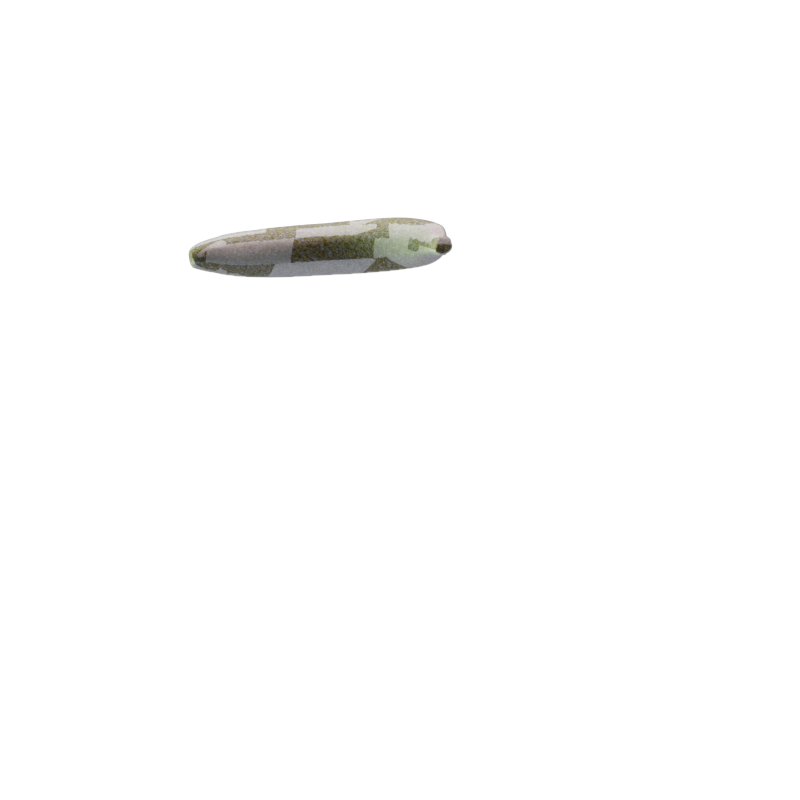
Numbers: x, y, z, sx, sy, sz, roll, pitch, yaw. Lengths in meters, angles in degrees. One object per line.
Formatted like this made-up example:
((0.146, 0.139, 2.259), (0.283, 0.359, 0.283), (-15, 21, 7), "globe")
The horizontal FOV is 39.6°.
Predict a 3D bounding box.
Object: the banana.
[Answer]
((-0.048, -0.107, 0.769), (0.203, 0.037, 0.067), (-1, -4, 25), "banana")
